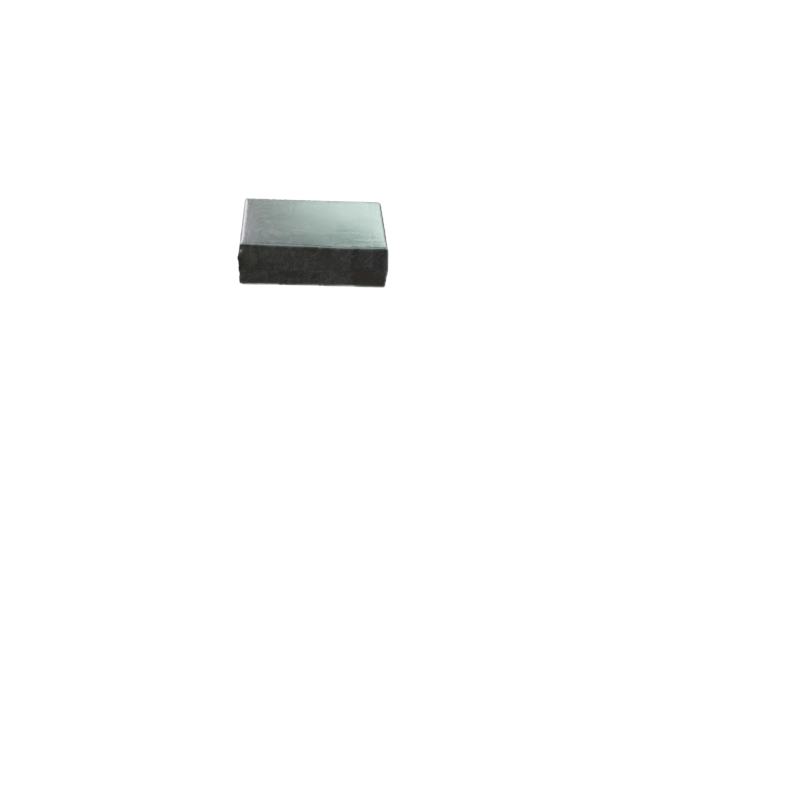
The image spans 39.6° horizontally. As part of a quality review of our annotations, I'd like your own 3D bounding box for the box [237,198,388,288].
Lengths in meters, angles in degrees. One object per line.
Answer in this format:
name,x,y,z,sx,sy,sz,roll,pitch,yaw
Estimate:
box,-0.067,-0.123,0.861,0.113,0.037,0.095,-1,29,-2
